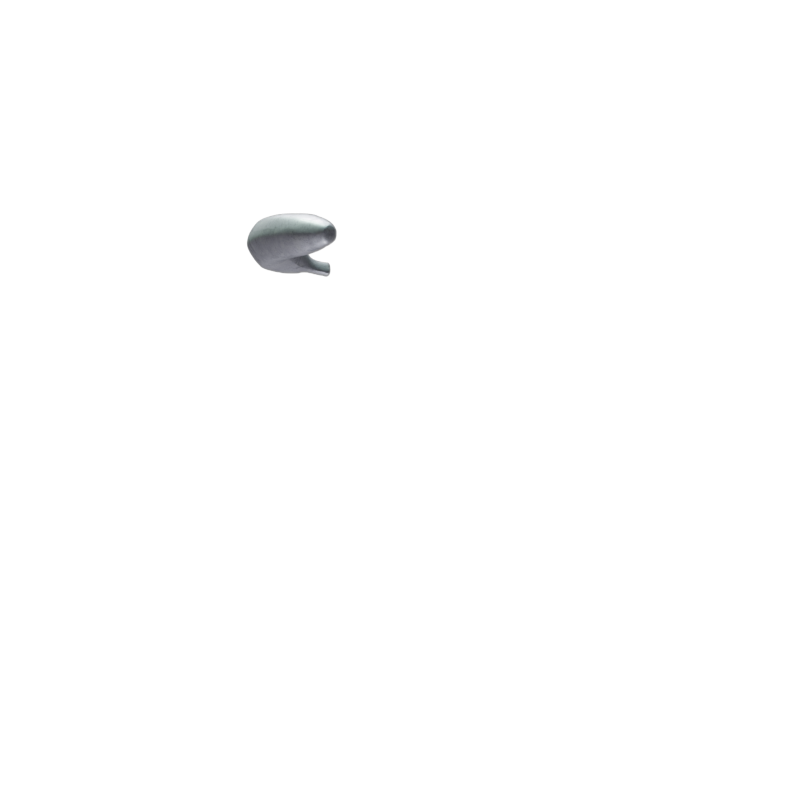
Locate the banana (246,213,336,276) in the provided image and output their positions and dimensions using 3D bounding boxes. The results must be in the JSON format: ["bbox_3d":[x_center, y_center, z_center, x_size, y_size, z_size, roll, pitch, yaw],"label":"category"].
[{"bbox_3d":[-0.087,-0.125,0.877,0.069,0.037,0.197,0,1,-4],"label":"banana"}]
